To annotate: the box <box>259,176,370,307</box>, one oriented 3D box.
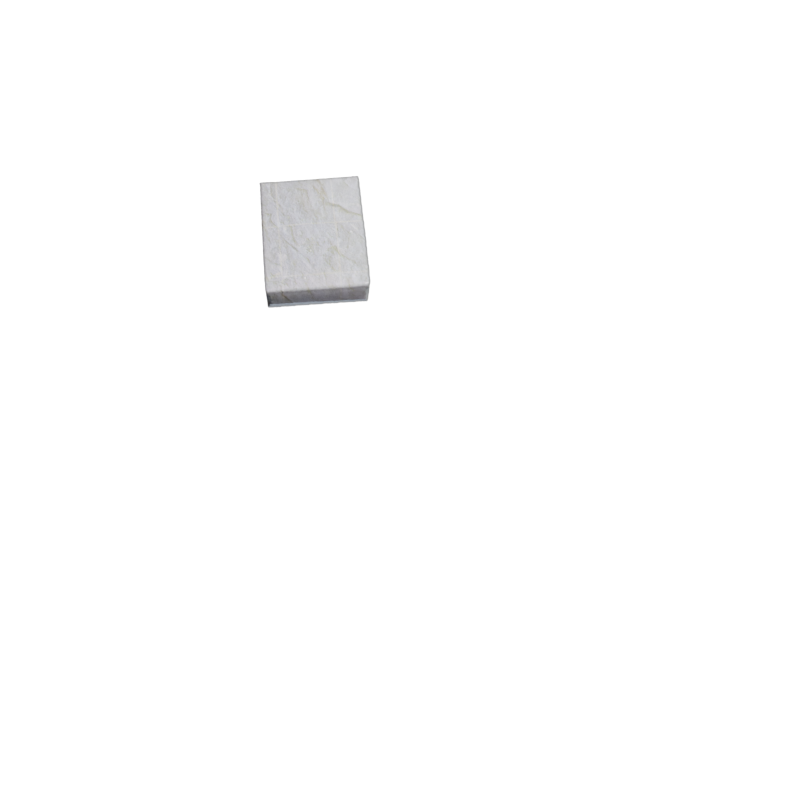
[{"bbox_3d":[-0.076,-0.139,0.977,0.089,0.121,0.037,-5,-28,-3],"label":"box"}]
